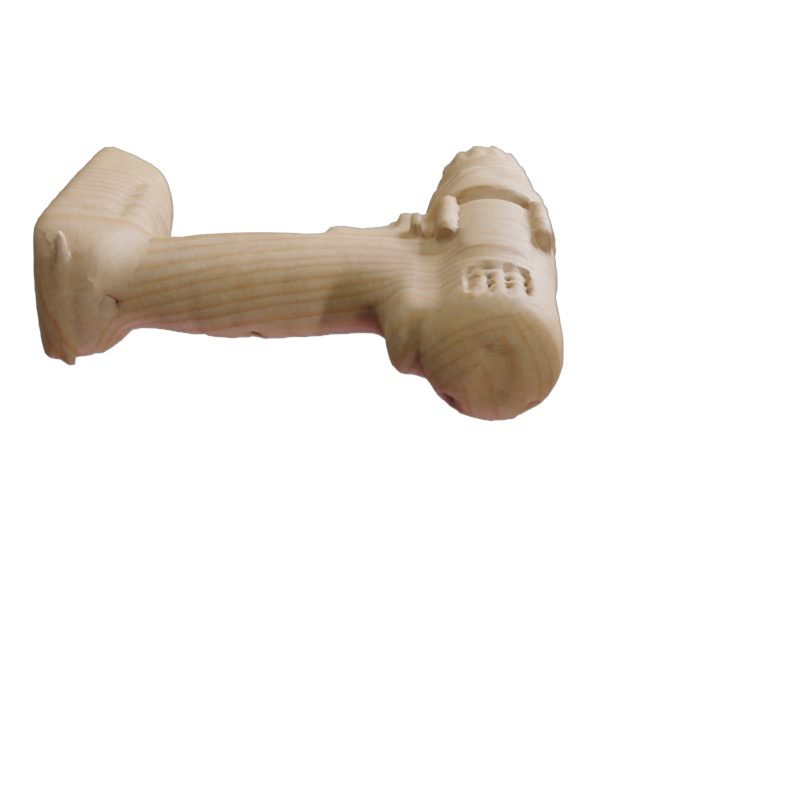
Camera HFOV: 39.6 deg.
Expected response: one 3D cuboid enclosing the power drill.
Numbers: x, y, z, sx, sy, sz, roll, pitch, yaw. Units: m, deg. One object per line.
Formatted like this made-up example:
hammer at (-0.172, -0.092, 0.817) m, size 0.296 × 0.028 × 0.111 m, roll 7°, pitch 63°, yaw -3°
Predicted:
power drill at (-0.034, -0.062, 0.432) m, size 0.189 × 0.054 × 0.193 m, roll 2°, pitch 28°, yaw 4°
